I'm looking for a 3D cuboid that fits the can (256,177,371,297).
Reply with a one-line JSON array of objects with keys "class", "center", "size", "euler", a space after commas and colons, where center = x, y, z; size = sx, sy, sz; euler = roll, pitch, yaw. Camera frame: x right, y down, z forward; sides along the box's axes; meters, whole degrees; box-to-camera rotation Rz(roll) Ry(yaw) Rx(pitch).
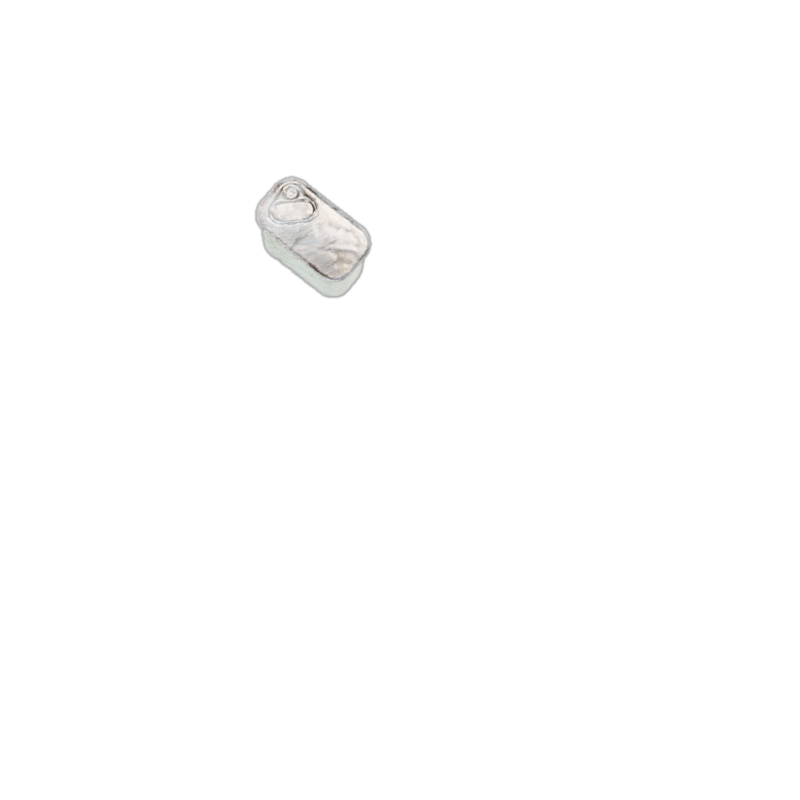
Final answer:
[{"class": "can", "center": [-0.078, -0.142, 0.995], "size": [0.104, 0.058, 0.081], "euler": [39, -10, 7]}]
